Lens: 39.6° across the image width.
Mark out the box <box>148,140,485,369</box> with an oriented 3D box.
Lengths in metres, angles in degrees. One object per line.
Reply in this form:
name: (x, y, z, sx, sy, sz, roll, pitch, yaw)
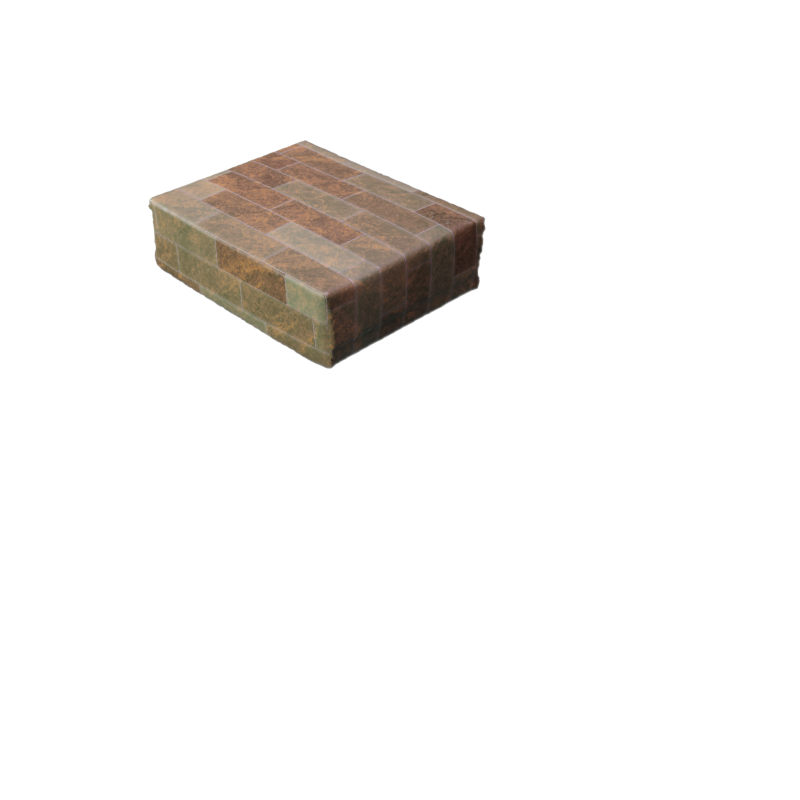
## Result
box: (-0.036, -0.066, 0.463, 0.090, 0.036, 0.121, -29, 46, -34)
